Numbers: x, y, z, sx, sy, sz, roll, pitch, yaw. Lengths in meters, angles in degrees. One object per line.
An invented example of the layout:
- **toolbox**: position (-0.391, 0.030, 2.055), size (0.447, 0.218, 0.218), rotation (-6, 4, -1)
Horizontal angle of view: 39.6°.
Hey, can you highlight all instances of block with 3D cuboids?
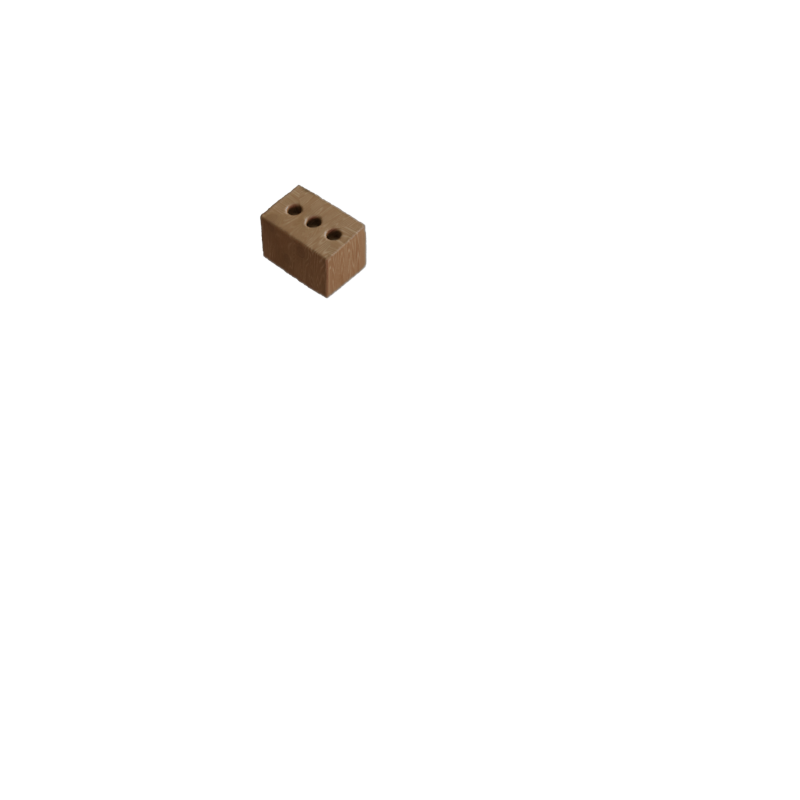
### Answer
- **block**: position (-0.074, -0.135, 0.946), size (0.082, 0.048, 0.053), rotation (33, 57, 24)
